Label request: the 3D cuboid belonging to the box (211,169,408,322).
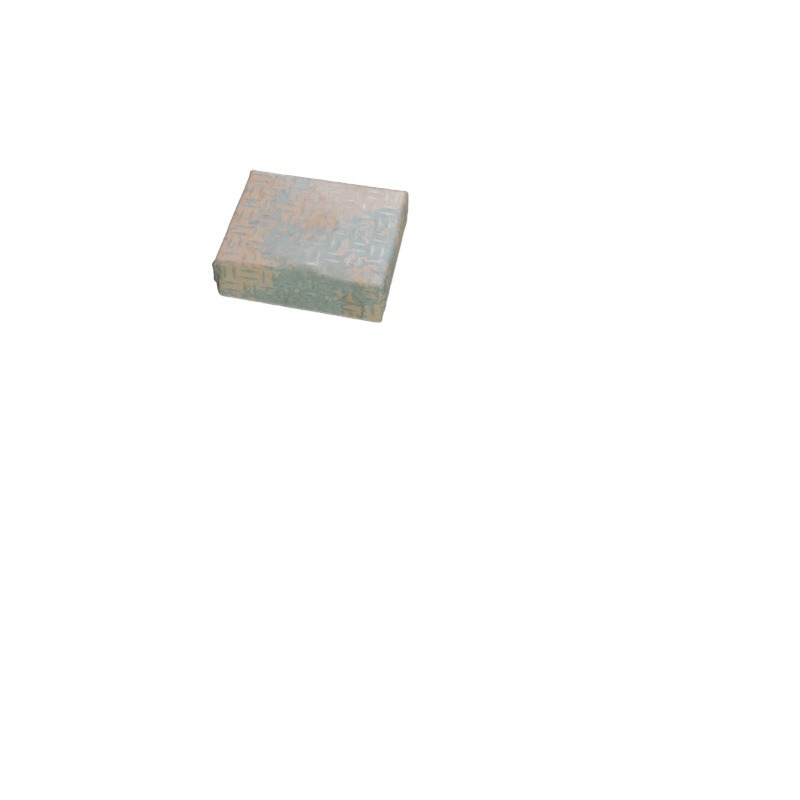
[{"bbox_3d":[-0.046,-0.083,0.579,0.091,0.077,0.028,9,-41,8],"label":"box"}]
